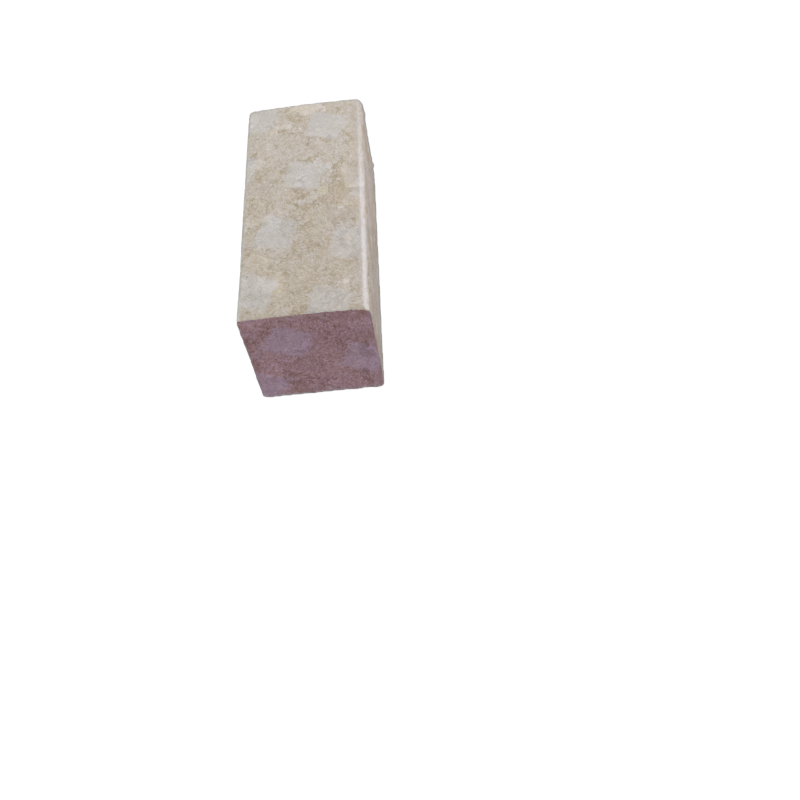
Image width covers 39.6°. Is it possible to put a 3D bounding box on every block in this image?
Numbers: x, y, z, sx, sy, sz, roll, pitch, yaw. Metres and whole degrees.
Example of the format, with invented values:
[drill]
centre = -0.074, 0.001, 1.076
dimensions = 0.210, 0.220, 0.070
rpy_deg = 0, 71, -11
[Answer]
[block]
centre = -0.063, -0.117, 0.817
dimensions = 0.091, 0.221, 0.084
rpy_deg = -7, -39, 4
